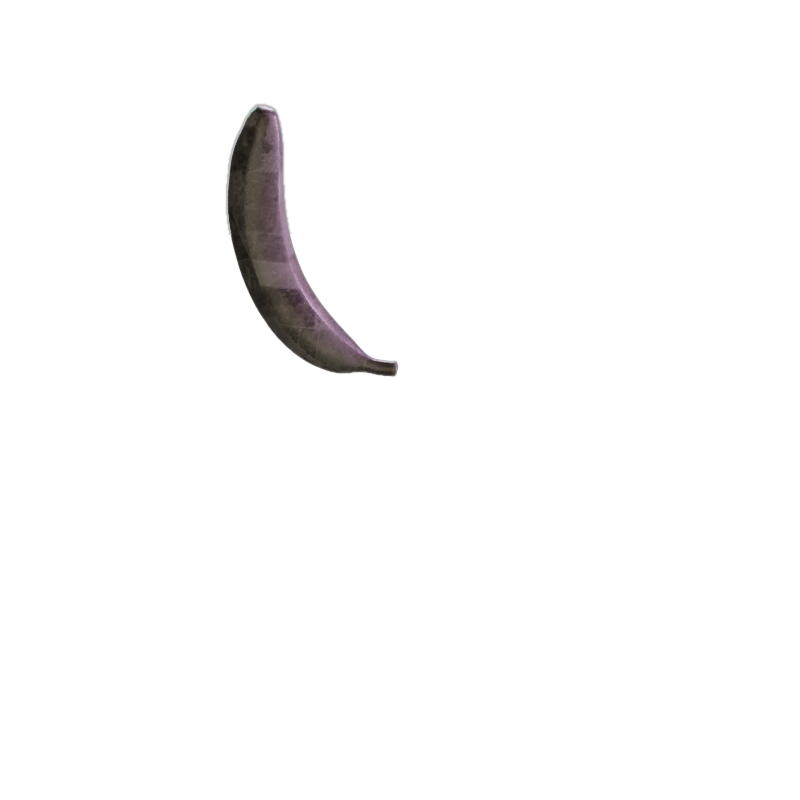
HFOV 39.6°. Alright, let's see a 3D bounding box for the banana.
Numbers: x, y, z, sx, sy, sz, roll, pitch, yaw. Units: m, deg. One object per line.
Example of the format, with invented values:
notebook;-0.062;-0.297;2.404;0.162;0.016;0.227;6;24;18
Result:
banana;-0.071;-0.091;0.717;0.070;0.189;0.038;-24;17;7
